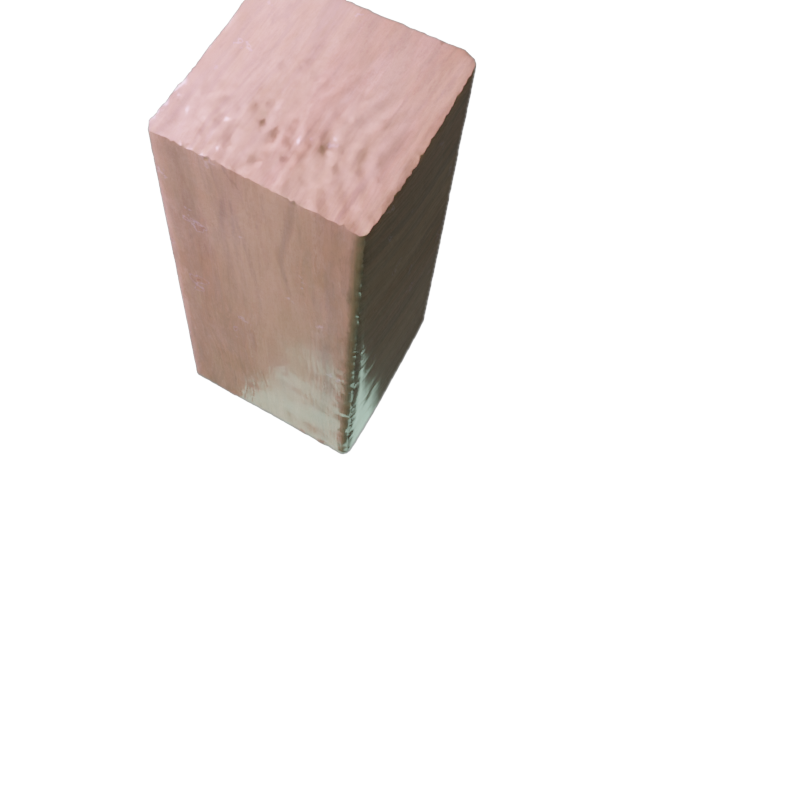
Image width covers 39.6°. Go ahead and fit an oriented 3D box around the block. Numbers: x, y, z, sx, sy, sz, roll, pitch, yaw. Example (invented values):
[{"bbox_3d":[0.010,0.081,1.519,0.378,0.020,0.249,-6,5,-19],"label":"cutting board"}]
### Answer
[{"bbox_3d":[-0.037,-0.069,0.479,0.093,0.093,0.195,27,-24,9],"label":"block"}]
